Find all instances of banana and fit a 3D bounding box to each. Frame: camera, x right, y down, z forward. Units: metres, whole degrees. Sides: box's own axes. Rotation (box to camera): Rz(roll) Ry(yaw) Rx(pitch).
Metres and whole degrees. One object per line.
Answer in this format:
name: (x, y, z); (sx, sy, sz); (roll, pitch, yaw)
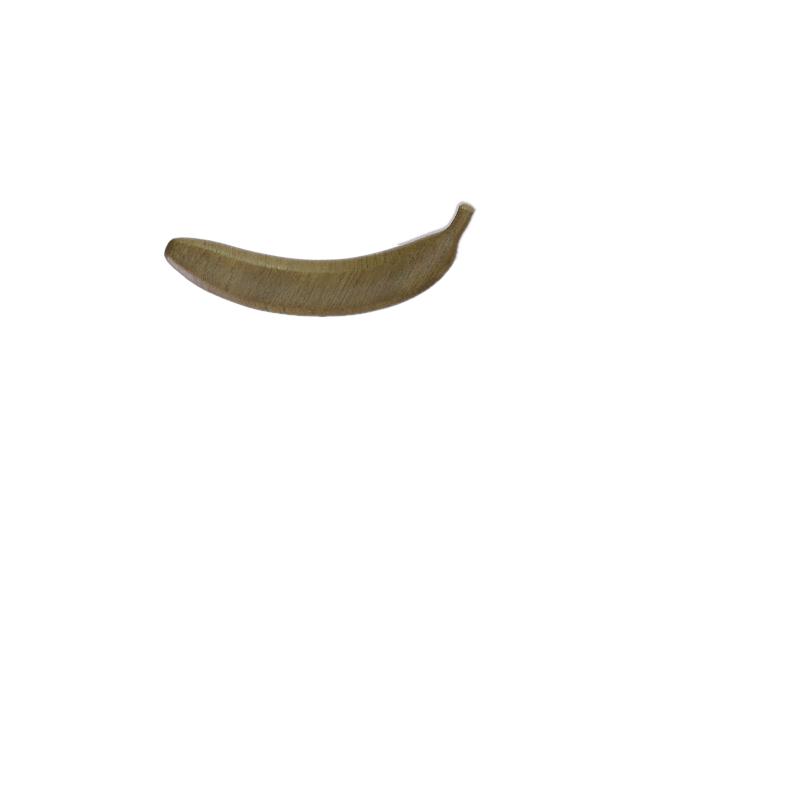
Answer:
banana: (-0.049, -0.085, 0.714); (0.198, 0.066, 0.038); (-7, 21, 2)
